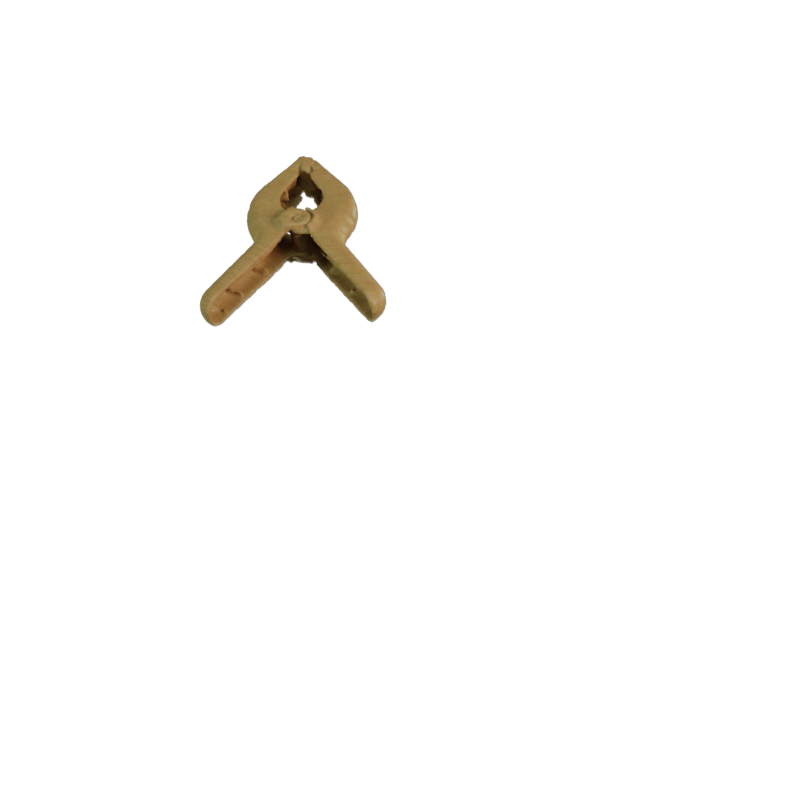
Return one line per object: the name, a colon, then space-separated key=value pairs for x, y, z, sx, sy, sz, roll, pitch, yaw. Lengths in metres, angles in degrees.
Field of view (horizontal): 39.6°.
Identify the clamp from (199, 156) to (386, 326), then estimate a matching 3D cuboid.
clamp: x=-0.060 y=-0.110 z=0.768 sx=0.122 sy=0.182 sz=0.036 roll=7 pitch=-44 yaw=7
